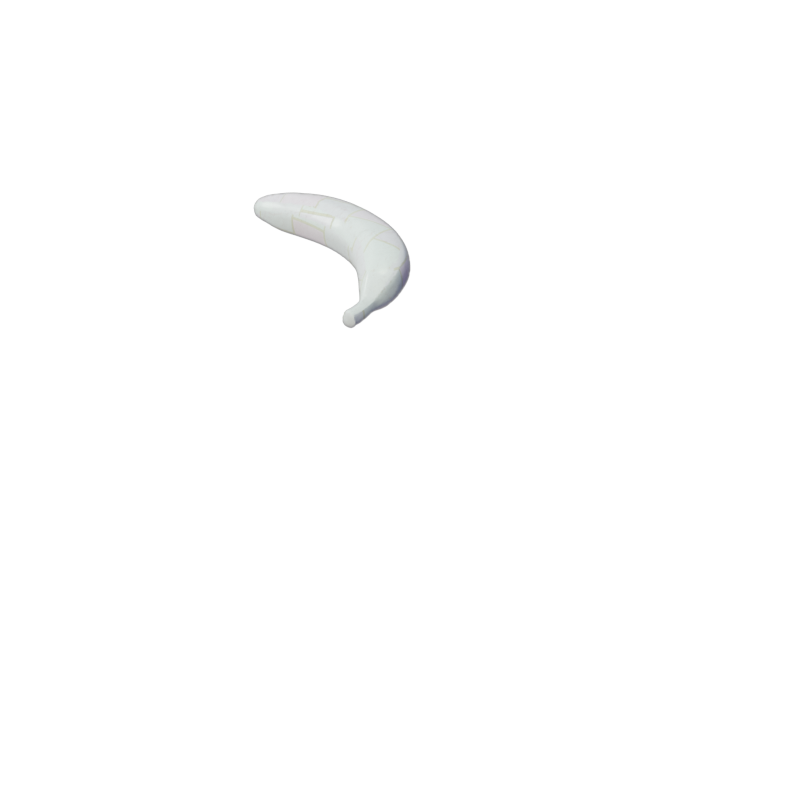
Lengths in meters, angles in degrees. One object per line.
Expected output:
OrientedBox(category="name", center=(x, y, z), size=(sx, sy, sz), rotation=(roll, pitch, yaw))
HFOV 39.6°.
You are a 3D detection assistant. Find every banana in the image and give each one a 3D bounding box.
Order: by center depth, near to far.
OrientedBox(category="banana", center=(-0.042, -0.111, 0.773), size=(0.068, 0.035, 0.212), rotation=(-11, 31, -20))
